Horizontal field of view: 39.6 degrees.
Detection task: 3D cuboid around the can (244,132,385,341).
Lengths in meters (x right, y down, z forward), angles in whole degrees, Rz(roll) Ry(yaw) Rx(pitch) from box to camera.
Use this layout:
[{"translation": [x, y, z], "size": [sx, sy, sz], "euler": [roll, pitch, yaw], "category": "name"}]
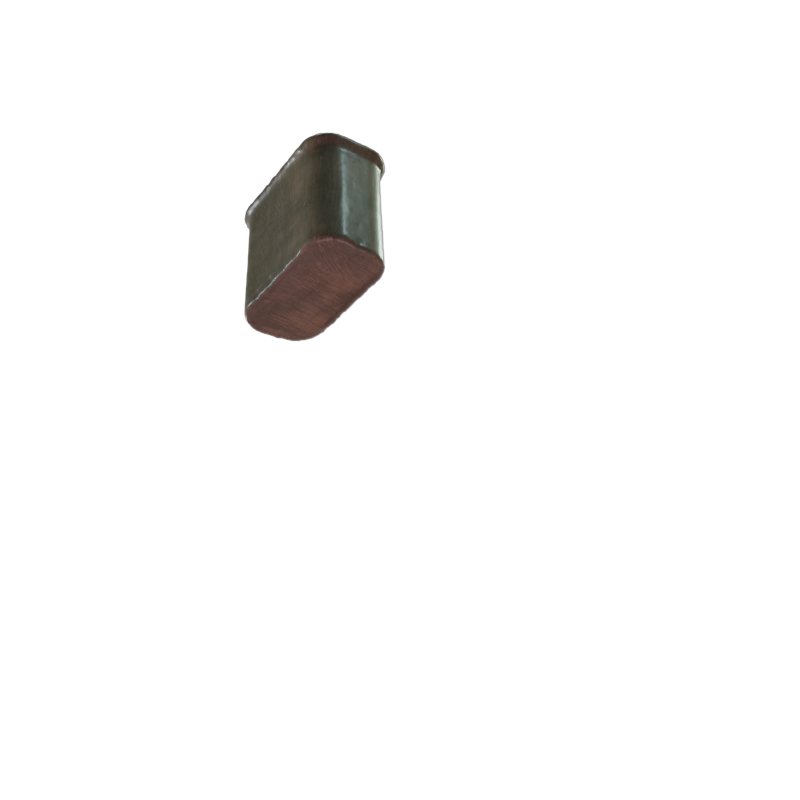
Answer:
[{"translation": [-0.052, -0.095, 0.668], "size": [0.055, 0.090, 0.100], "euler": [22, -44, -28], "category": "can"}]
